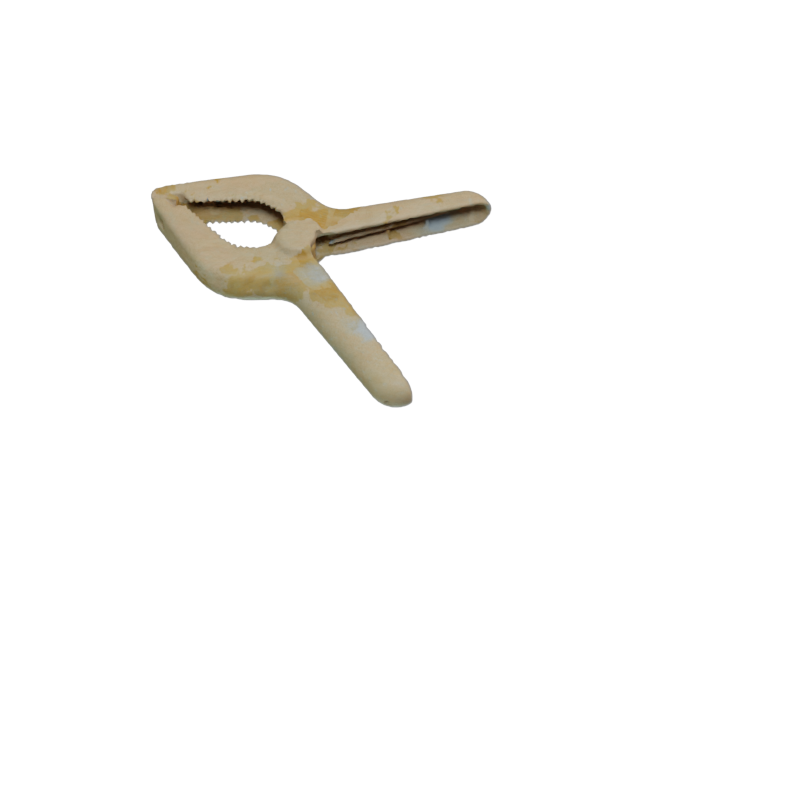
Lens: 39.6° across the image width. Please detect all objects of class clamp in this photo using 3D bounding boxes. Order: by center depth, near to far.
[{"bbox_3d":[-0.054,-0.099,0.694,0.218,0.170,0.034,23,-34,17],"label":"clamp"}]
